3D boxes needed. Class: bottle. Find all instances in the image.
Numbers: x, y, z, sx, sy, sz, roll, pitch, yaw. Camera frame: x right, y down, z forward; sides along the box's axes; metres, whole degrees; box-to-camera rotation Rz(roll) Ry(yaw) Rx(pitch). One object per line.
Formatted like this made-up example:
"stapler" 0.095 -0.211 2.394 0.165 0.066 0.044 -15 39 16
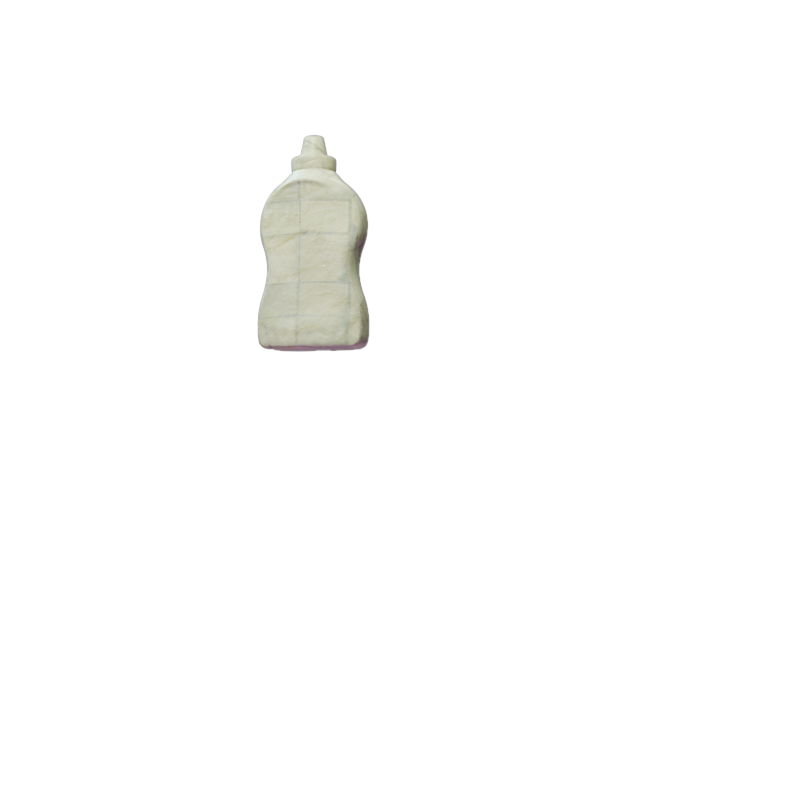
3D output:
"bottle" -0.077 -0.140 0.985 0.098 0.196 0.056 -3 -9 19
